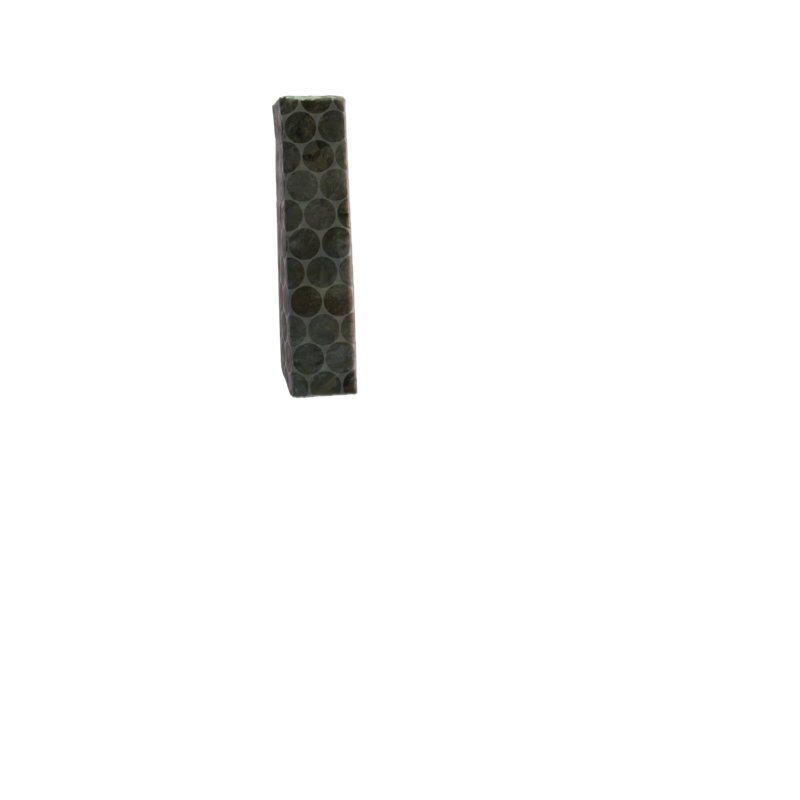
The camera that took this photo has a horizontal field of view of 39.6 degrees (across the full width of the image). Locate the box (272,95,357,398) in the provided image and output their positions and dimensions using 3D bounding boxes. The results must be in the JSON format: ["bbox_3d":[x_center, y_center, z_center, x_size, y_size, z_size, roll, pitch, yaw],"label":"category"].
[{"bbox_3d":[-0.053,-0.098,0.685,0.048,0.174,0.096,0,6,-8],"label":"box"}]
